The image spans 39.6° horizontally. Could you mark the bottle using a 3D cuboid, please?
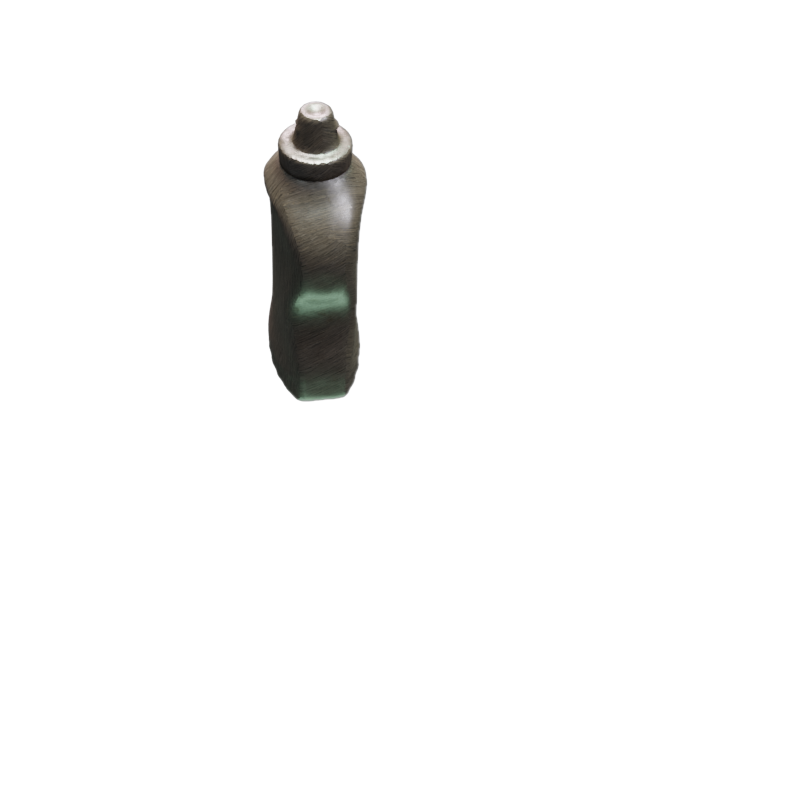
[{"bbox_3d":[-0.051,-0.094,0.655,0.058,0.104,0.179,-3,-43,-7],"label":"bottle"}]
